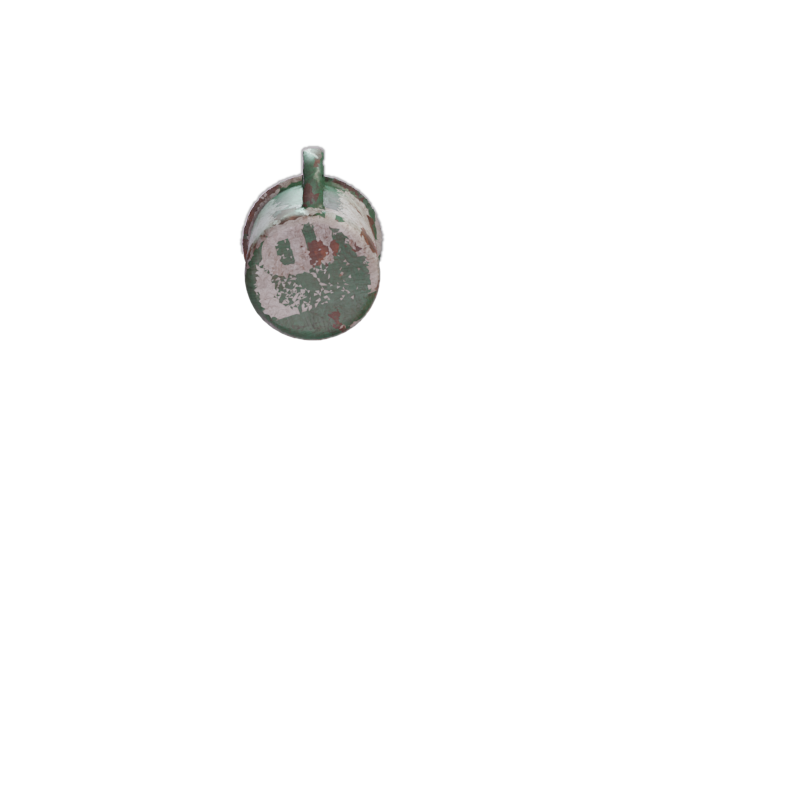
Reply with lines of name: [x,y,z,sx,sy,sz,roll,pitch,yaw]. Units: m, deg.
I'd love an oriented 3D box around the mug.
mug: [-0.054,-0.099,0.691,0.093,0.113,0.085,3,19,-3]
